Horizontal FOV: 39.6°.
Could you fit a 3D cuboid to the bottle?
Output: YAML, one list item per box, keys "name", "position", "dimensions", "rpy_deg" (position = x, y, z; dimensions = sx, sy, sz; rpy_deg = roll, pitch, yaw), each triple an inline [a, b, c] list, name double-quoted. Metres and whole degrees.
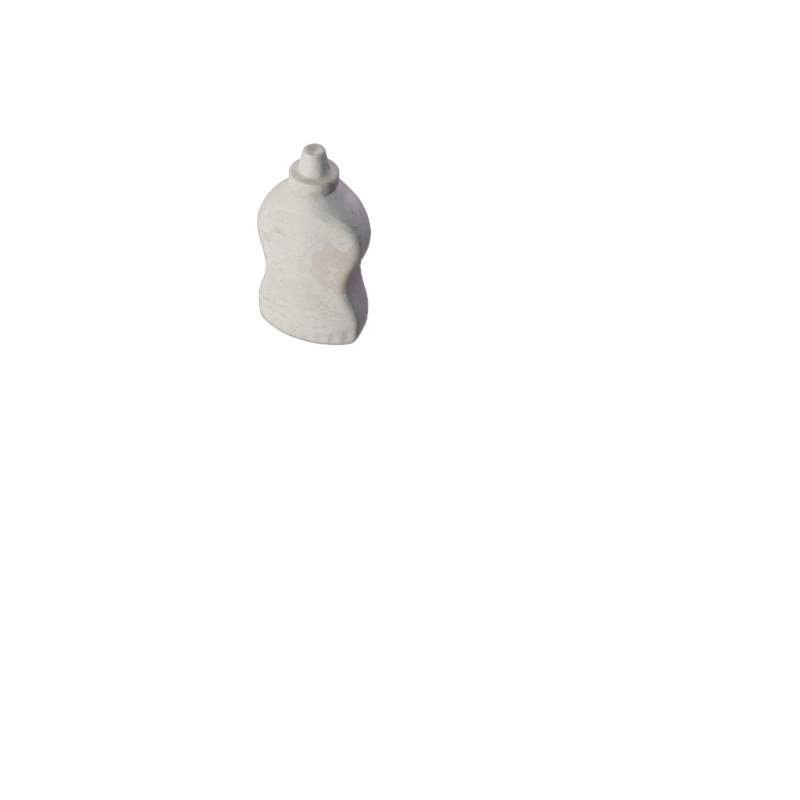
- name: "bottle"
  position: [-0.073, -0.134, 0.939]
  dimensions: [0.099, 0.179, 0.061]
  rpy_deg: [19, 47, 15]
